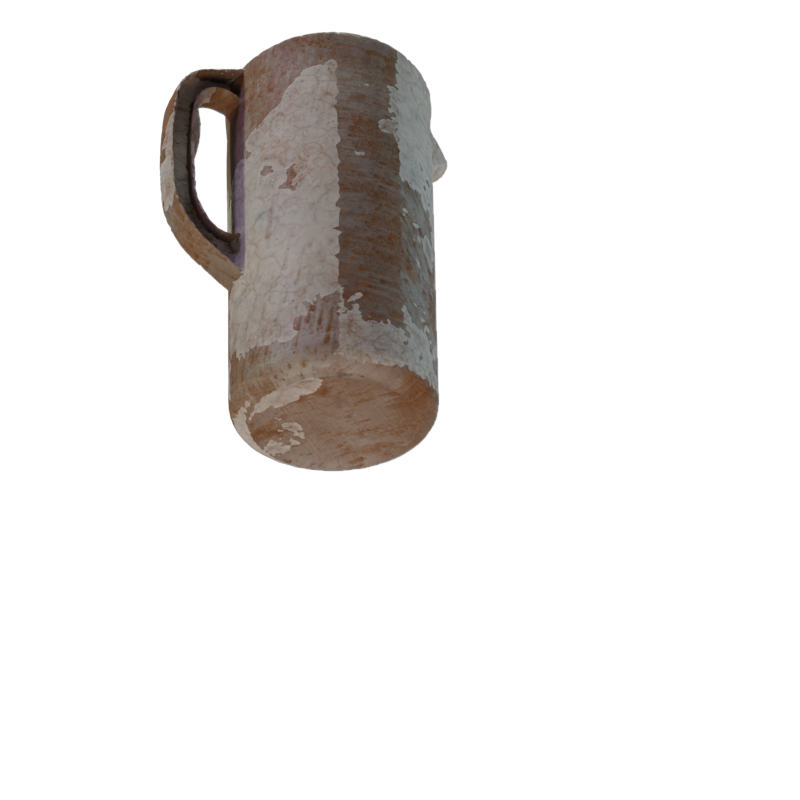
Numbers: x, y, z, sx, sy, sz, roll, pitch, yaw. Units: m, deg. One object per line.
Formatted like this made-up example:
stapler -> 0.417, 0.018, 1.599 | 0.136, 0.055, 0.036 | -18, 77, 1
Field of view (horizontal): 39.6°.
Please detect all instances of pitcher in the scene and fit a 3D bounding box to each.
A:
pitcher -> -0.050, -0.091, 0.636 | 0.150, 0.261, 0.134 | -12, -39, 12
